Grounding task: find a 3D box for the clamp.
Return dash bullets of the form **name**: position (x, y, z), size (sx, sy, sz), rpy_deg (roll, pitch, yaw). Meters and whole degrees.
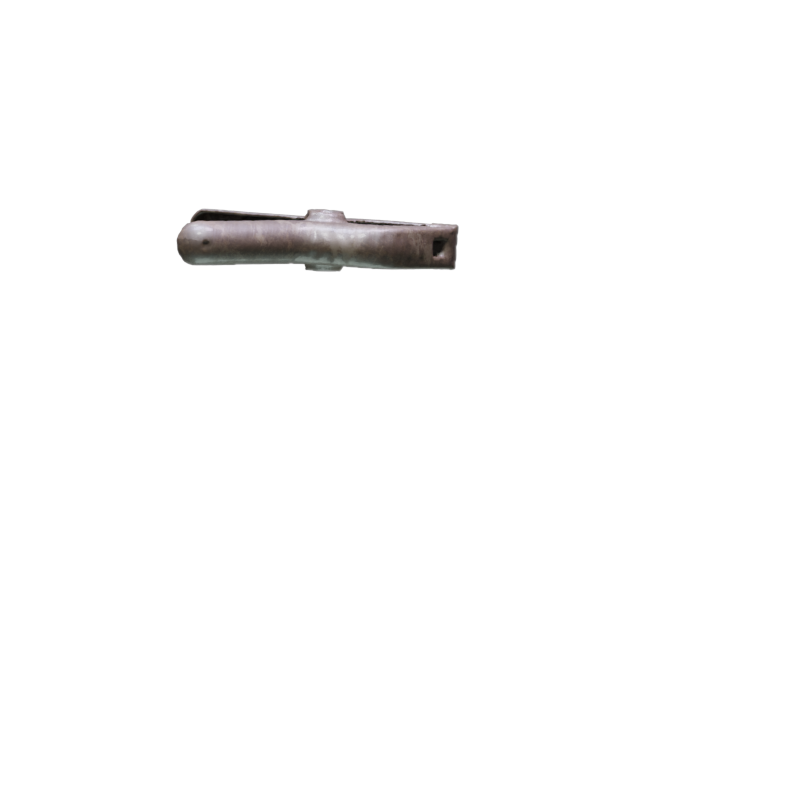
- **clamp**: position (-0.051, -0.094, 0.657), size (0.173, 0.038, 0.123), rpy_deg (2, 18, 5)
